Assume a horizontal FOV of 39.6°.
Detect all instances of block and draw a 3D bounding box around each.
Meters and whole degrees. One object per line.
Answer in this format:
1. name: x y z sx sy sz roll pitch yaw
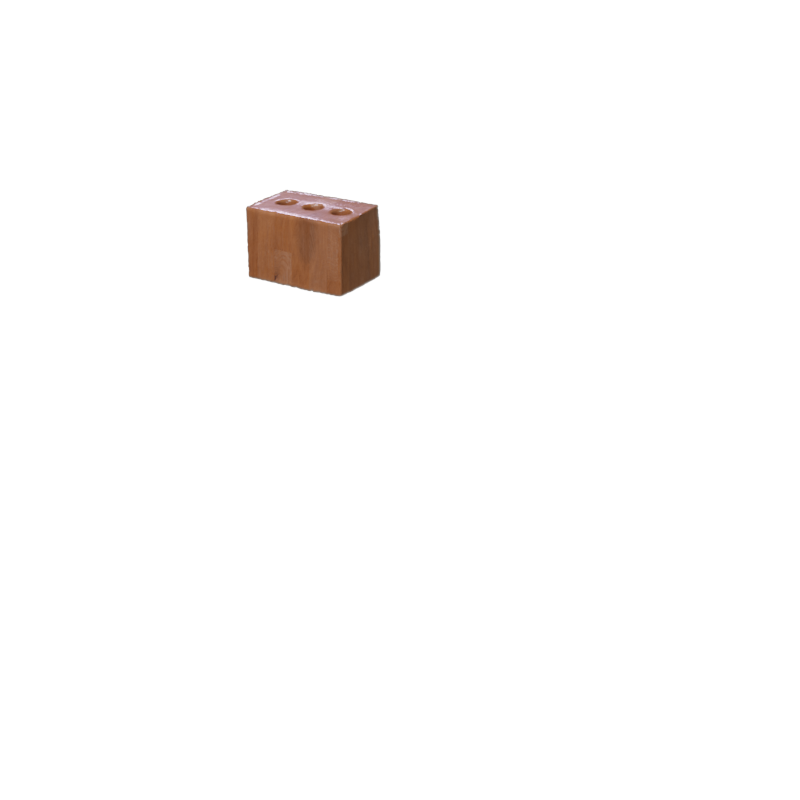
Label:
1. block: -0.059 -0.108 0.754 0.081 0.049 0.053 14 25 28
